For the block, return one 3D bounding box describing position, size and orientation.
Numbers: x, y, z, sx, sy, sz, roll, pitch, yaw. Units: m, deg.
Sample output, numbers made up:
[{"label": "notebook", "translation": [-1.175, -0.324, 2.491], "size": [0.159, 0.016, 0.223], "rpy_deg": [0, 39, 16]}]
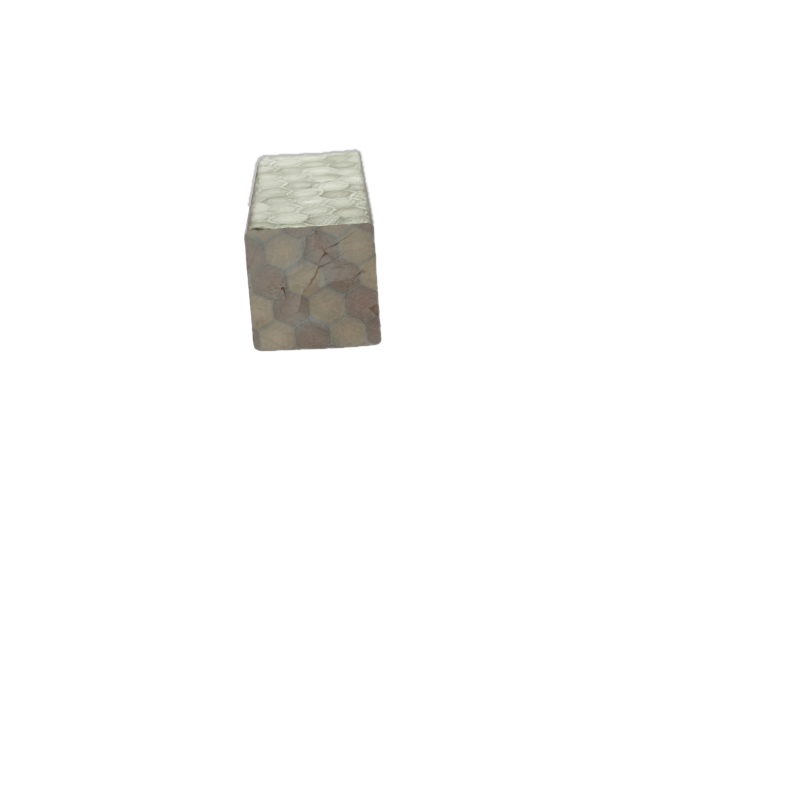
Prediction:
[{"label": "block", "translation": [-0.067, -0.120, 0.846], "size": [0.090, 0.086, 0.217], "rpy_deg": [-4, 25, -2]}]
